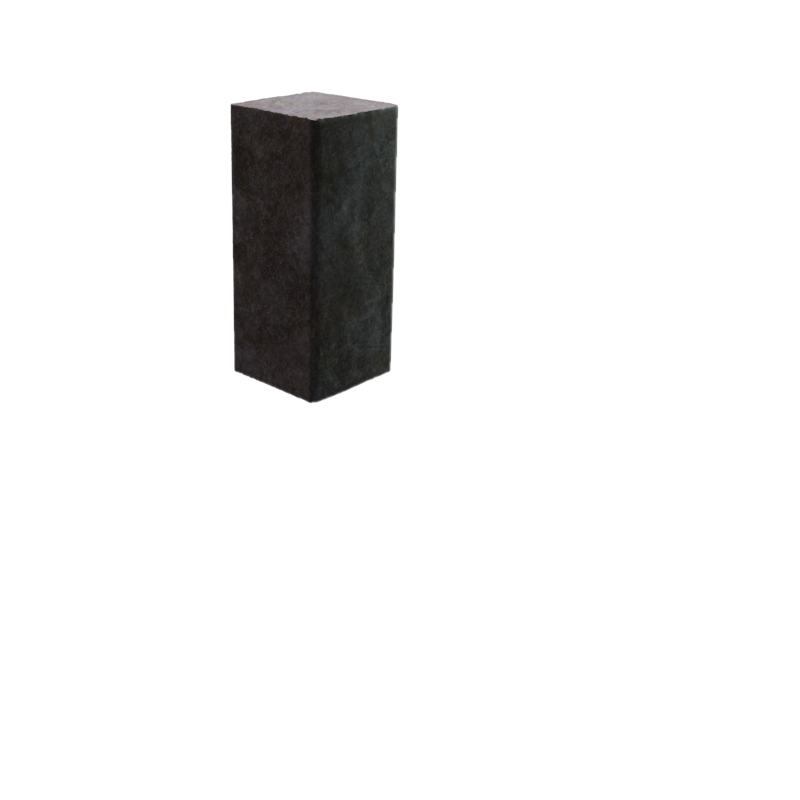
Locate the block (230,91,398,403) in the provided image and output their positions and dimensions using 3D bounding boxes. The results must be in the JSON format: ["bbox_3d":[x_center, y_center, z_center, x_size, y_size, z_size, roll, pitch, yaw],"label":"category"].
[{"bbox_3d":[-0.064,-0.118,0.822,0.096,0.198,0.089,17,23,40],"label":"block"}]
